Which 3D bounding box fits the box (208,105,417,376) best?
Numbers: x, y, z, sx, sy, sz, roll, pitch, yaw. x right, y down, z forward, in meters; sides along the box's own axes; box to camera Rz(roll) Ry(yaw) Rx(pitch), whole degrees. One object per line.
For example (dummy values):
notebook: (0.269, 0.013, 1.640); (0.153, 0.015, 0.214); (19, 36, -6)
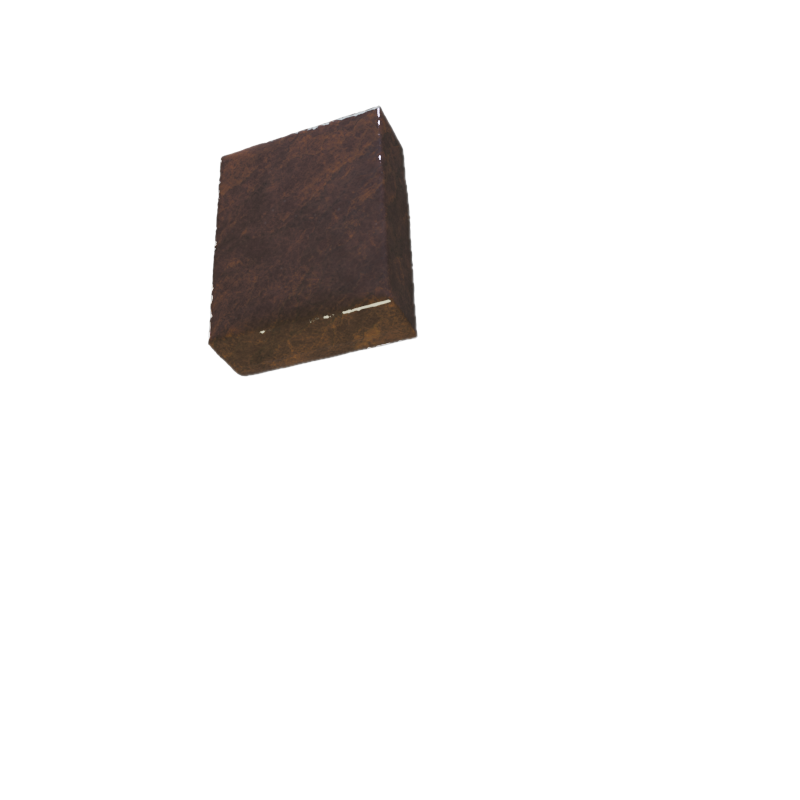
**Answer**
box: (-0.076, -0.138, 0.970); (0.166, 0.229, 0.066); (-15, -37, 17)
